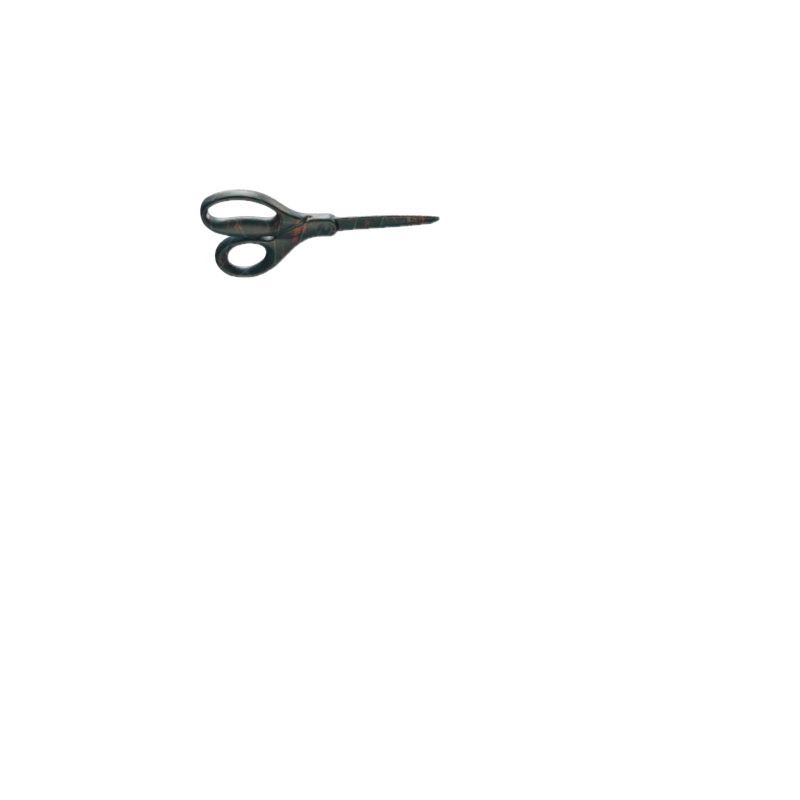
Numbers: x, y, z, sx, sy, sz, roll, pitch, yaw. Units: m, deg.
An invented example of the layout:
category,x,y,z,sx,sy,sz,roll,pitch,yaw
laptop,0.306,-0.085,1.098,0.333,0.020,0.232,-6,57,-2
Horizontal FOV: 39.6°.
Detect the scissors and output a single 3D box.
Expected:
category,x,y,z,sx,sy,sz,roll,pitch,yaw
scissors,-0.075,-0.137,0.960,0.199,0.091,0.017,9,40,-8
